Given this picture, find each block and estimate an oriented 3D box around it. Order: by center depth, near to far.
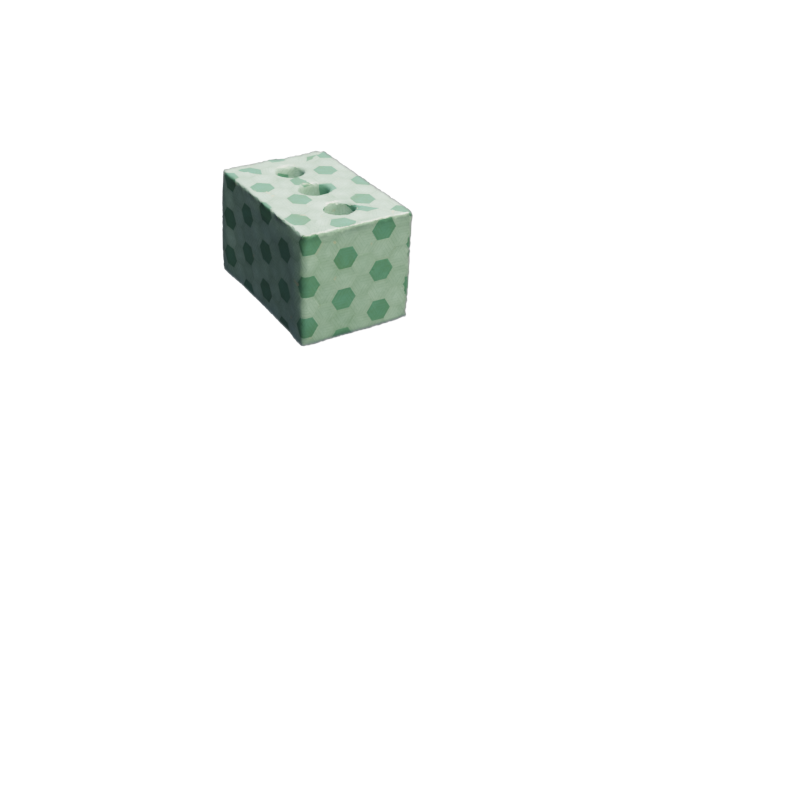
[{"bbox_3d":[-0.037,-0.068,0.476,0.052,0.048,0.084,-16,35,-27],"label":"block"}]
